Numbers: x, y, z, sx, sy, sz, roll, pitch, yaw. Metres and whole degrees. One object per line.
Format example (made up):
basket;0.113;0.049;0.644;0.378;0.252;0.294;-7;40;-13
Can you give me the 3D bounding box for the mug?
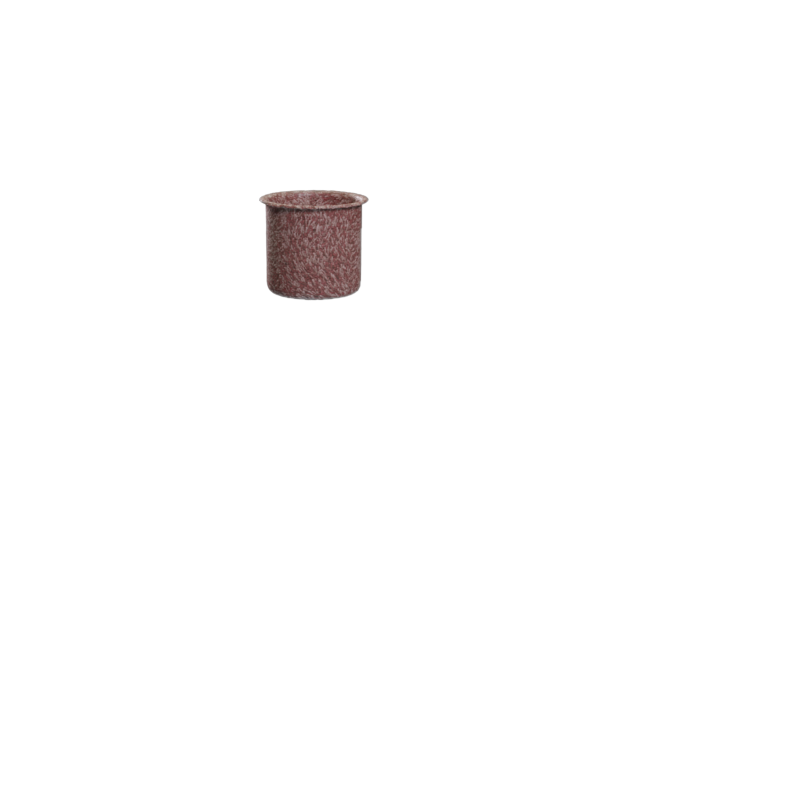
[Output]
mug;-0.075;-0.137;0.961;0.093;0.079;0.122;-1;16;-5
